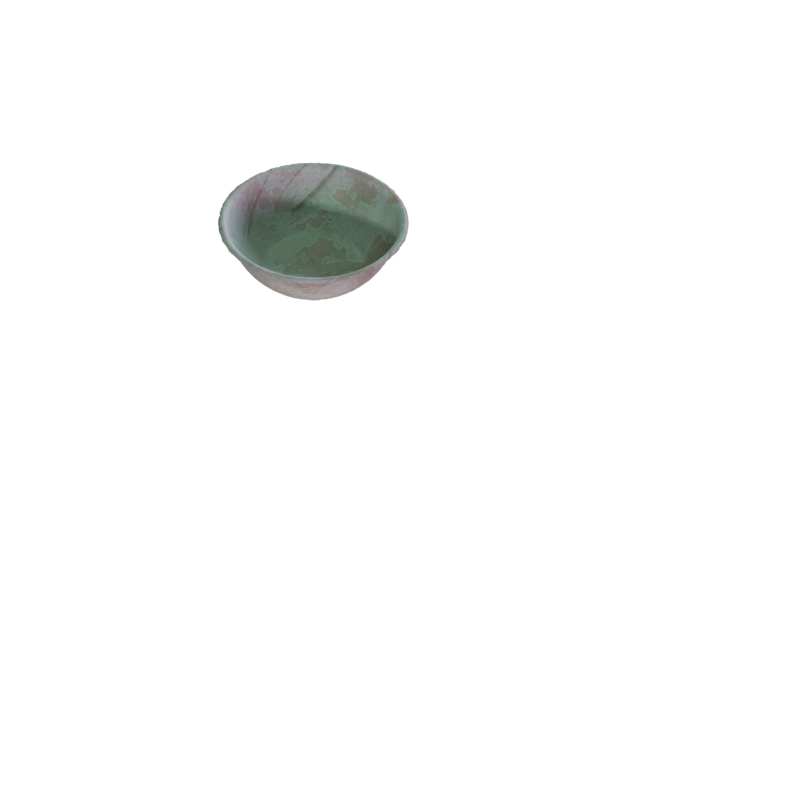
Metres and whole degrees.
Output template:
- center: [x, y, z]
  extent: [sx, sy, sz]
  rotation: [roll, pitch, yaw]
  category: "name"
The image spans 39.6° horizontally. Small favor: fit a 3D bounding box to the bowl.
- center: [-0.075, -0.136, 0.954]
  extent: [0.162, 0.051, 0.174]
  rotation: [-1, 44, -1]
  category: "bowl"
